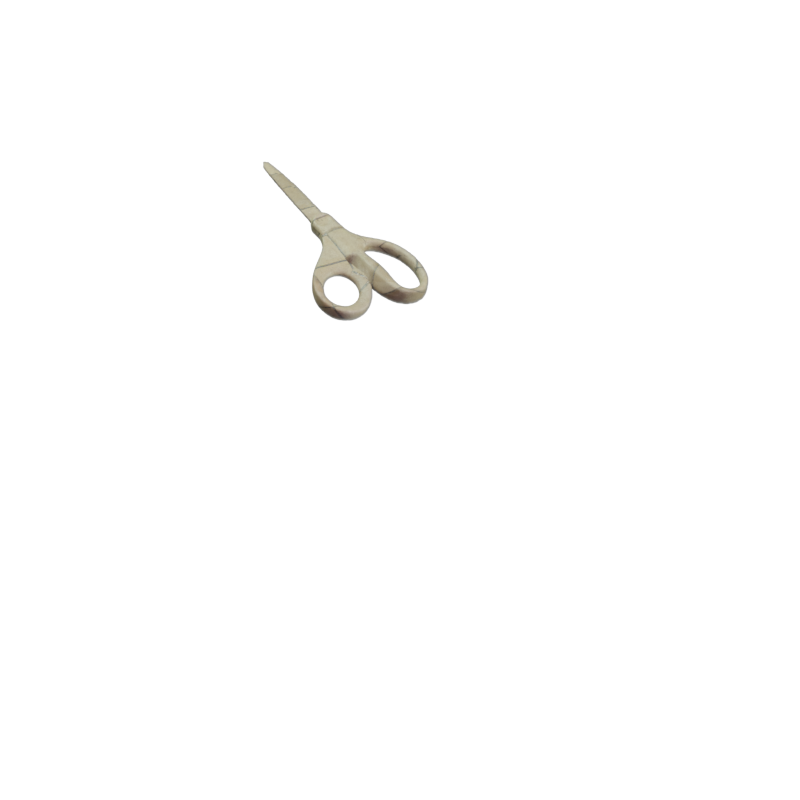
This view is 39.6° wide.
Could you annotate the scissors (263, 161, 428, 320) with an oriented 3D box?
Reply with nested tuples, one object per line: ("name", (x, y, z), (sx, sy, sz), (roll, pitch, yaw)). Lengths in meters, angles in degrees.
("scissors", (-0.069, -0.126, 0.881), (0.214, 0.015, 0.097), (34, 55, 28))
